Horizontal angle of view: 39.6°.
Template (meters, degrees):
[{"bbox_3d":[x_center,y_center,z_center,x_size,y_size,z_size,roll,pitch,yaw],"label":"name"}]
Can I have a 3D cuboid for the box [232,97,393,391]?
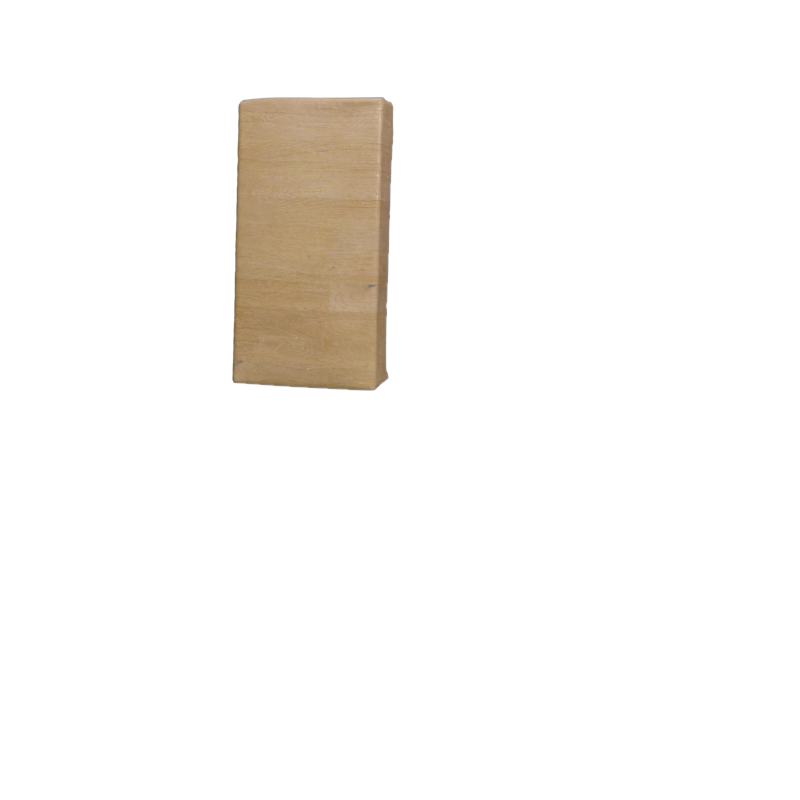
[{"bbox_3d":[-0.054,-0.098,0.685,0.095,0.175,0.048,1,4,13],"label":"box"}]
